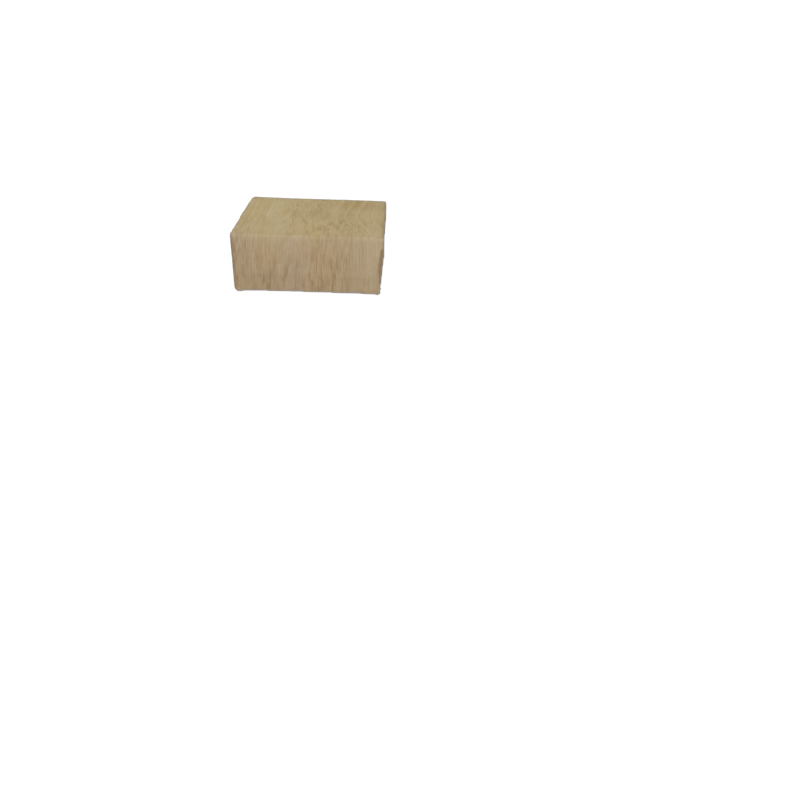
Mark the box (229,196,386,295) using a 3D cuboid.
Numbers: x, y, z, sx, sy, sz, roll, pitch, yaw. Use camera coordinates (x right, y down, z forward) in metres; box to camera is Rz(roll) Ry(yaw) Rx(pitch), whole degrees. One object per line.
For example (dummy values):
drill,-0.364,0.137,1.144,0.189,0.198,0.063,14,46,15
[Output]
box,-0.054,-0.098,0.688,0.090,0.037,0.118,1,22,1
